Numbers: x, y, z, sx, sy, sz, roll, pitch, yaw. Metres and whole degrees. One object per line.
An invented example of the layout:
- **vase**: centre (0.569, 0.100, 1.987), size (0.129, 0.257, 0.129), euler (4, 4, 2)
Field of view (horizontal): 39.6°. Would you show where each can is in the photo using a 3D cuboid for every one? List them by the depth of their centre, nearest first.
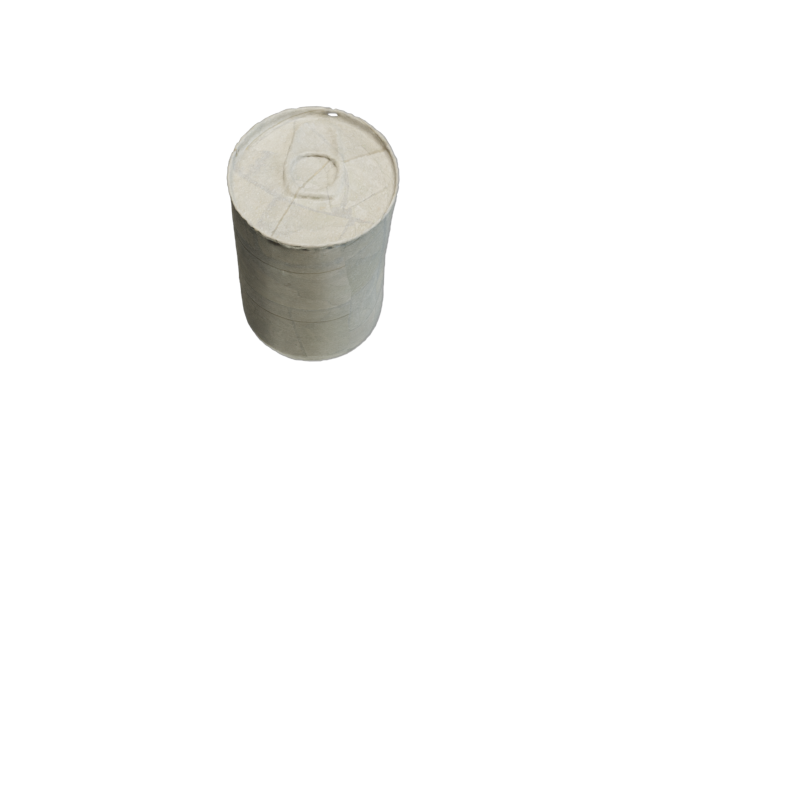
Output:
- **can**: centre (-0.037, -0.068, 0.476), size (0.068, 0.073, 0.096), euler (0, -27, -3)
